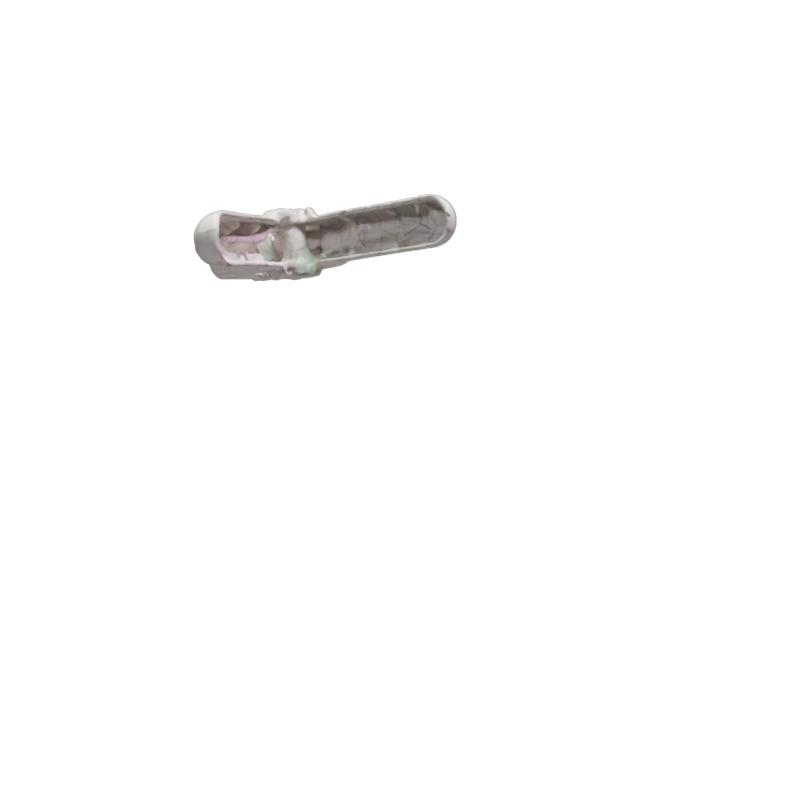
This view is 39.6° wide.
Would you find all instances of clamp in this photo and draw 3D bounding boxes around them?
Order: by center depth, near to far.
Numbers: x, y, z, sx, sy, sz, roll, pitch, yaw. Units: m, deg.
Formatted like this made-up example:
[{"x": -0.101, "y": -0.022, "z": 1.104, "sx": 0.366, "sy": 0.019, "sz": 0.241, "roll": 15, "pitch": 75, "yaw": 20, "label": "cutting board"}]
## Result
[{"x": -0.044, "y": -0.080, "z": 0.562, "sx": 0.119, "sy": 0.039, "sz": 0.174, "roll": -1, "pitch": 5, "yaw": -9, "label": "clamp"}]
